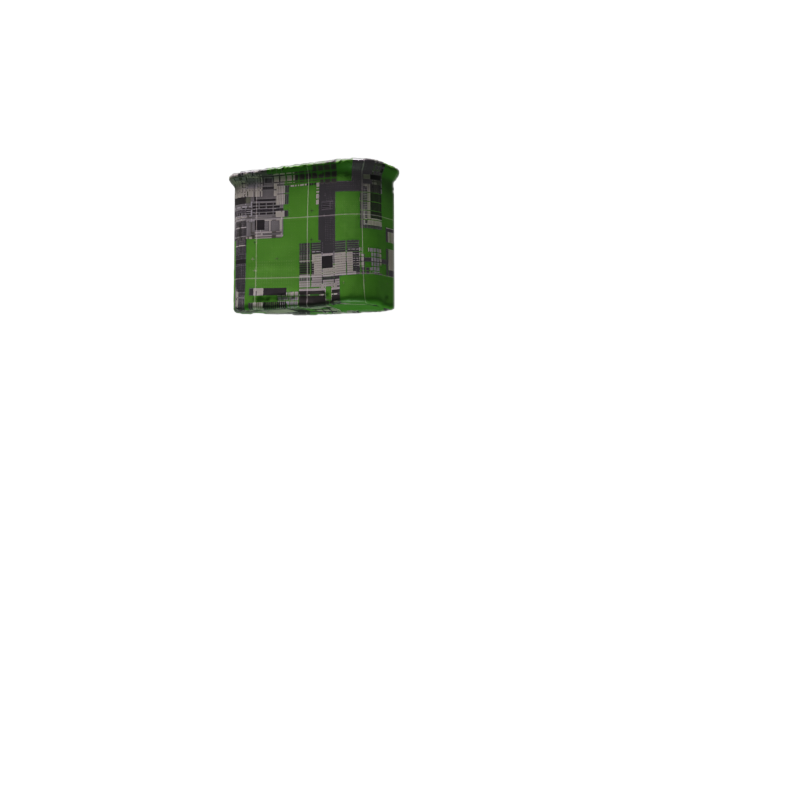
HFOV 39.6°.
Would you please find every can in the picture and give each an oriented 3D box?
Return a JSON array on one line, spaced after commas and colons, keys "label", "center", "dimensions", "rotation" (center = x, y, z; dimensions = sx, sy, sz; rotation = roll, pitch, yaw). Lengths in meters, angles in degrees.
[{"label": "can", "center": [-0.052, -0.095, 0.663], "dimensions": [0.105, 0.085, 0.055], "rotation": [-2, -6, 28]}]
